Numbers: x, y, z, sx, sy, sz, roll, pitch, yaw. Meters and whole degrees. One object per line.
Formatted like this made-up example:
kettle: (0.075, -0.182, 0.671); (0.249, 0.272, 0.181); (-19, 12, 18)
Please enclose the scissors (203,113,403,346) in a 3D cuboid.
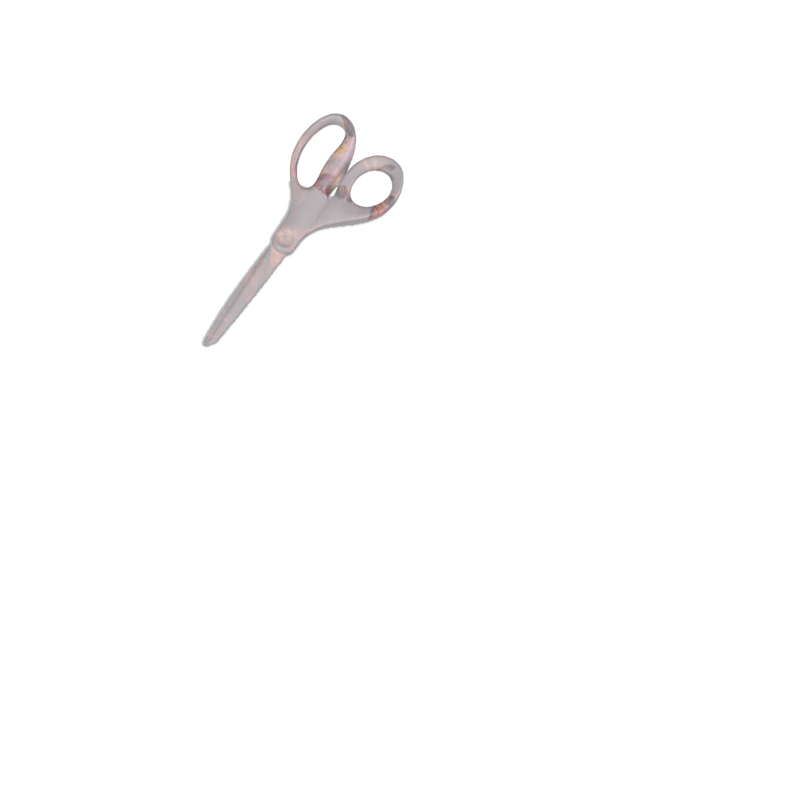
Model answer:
scissors: (-0.064, -0.117, 0.820); (0.097, 0.207, 0.015); (18, -15, 5)
